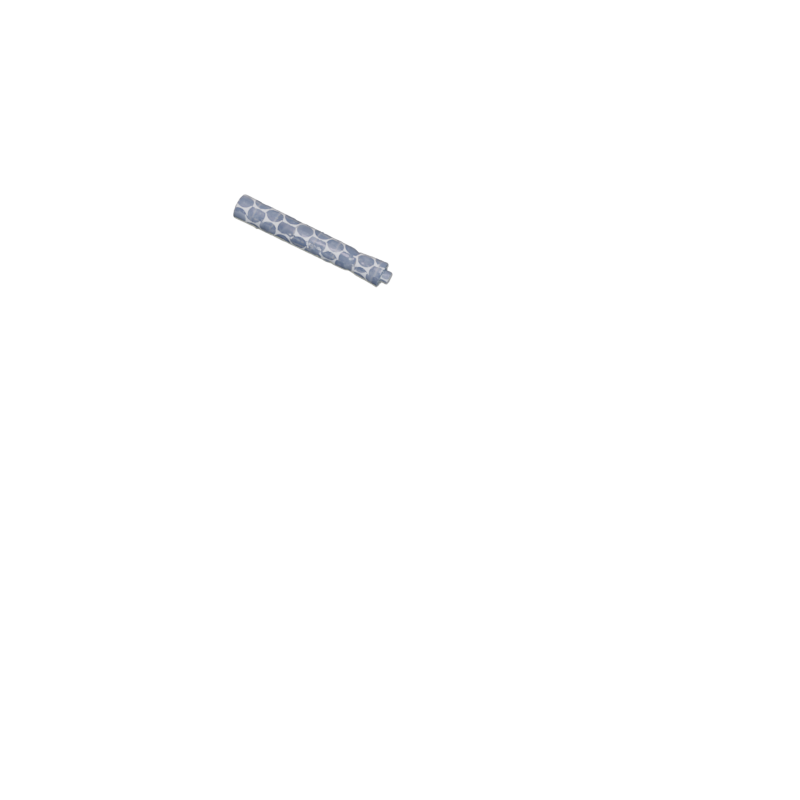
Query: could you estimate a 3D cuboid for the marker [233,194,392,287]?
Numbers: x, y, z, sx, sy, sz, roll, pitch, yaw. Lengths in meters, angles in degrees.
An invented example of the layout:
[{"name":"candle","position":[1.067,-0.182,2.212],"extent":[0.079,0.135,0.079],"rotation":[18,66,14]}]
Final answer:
[{"name":"marker","position":[-0.061,-0.112,0.782],"extent":[0.124,0.019,0.019],"rotation":[27,9,11]}]
